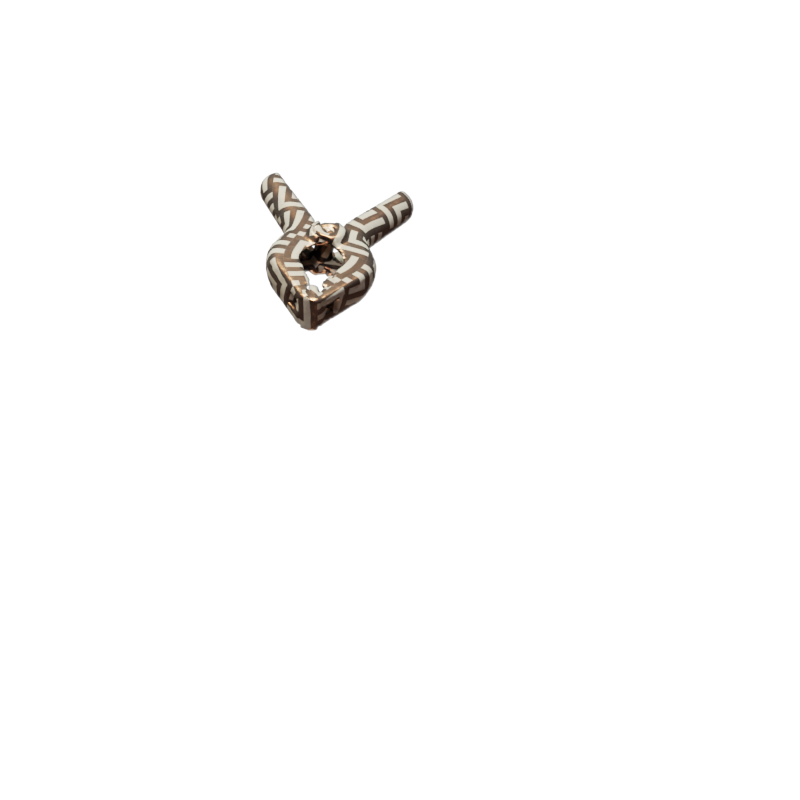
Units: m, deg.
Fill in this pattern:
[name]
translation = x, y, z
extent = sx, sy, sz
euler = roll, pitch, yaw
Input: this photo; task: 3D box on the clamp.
[clamp]
translation = -0.064, -0.117, 0.823
extent = 0.123, 0.037, 0.179
euler = 8, 37, 11
